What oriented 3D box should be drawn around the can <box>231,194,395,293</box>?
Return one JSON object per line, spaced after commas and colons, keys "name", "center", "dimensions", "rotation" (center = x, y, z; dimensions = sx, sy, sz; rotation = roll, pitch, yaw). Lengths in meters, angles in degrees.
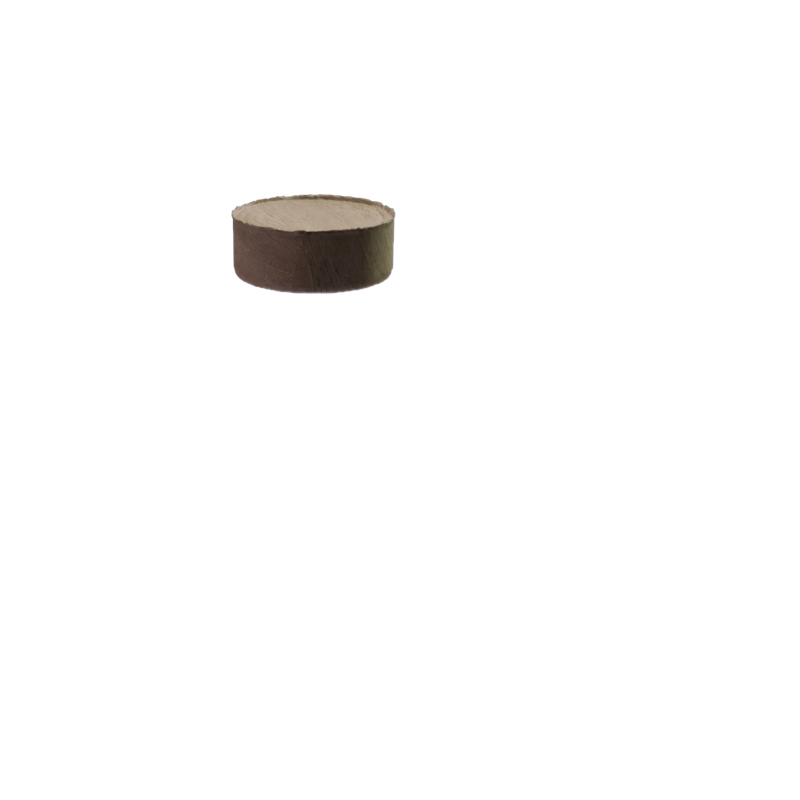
{"name": "can", "center": [-0.046, -0.083, 0.583], "dimensions": [0.086, 0.032, 0.090], "rotation": [-1, 21, -2]}
